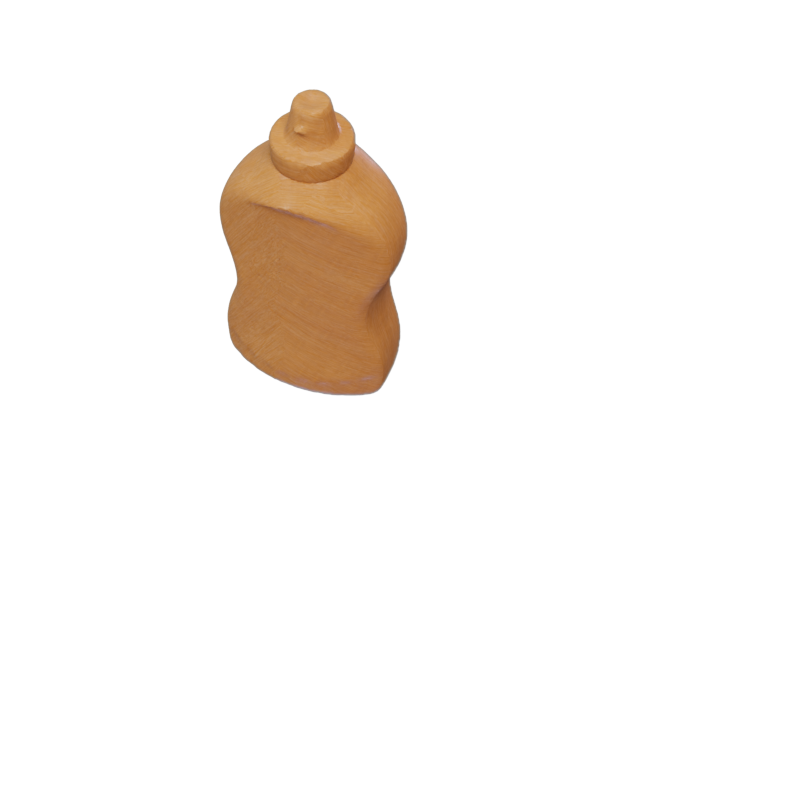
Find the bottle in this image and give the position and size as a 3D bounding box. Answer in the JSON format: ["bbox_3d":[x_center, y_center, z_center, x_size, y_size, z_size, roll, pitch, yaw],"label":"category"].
[{"bbox_3d":[-0.045,-0.082,0.573,0.099,0.061,0.179,21,-36,13],"label":"bottle"}]
